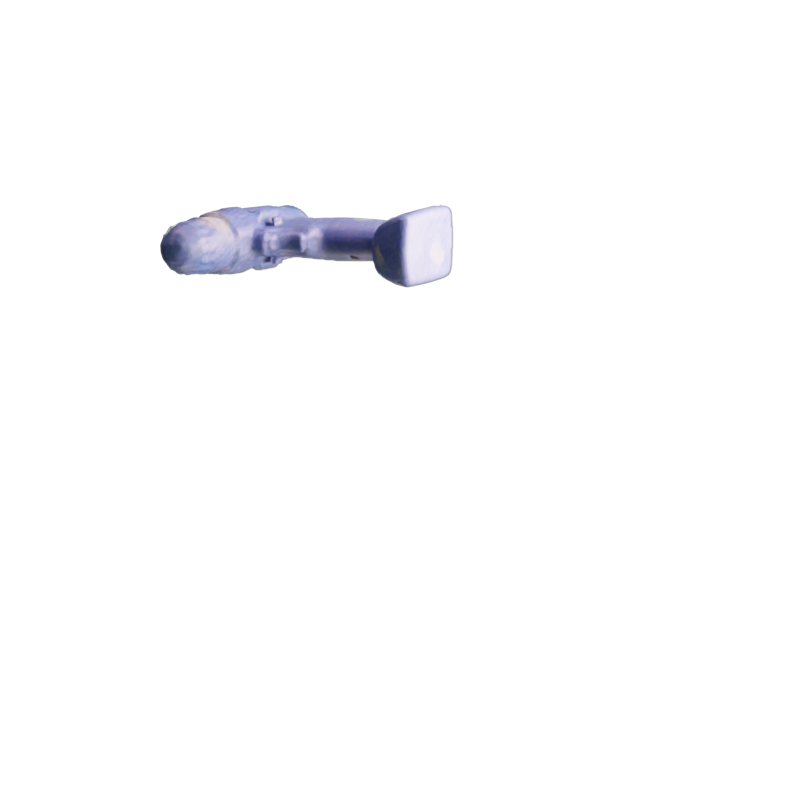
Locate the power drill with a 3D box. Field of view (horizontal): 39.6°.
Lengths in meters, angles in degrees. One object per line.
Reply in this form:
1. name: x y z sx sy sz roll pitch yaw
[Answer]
1. power drill: -0.067 -0.121 0.850 0.195 0.056 0.183 7 17 25
